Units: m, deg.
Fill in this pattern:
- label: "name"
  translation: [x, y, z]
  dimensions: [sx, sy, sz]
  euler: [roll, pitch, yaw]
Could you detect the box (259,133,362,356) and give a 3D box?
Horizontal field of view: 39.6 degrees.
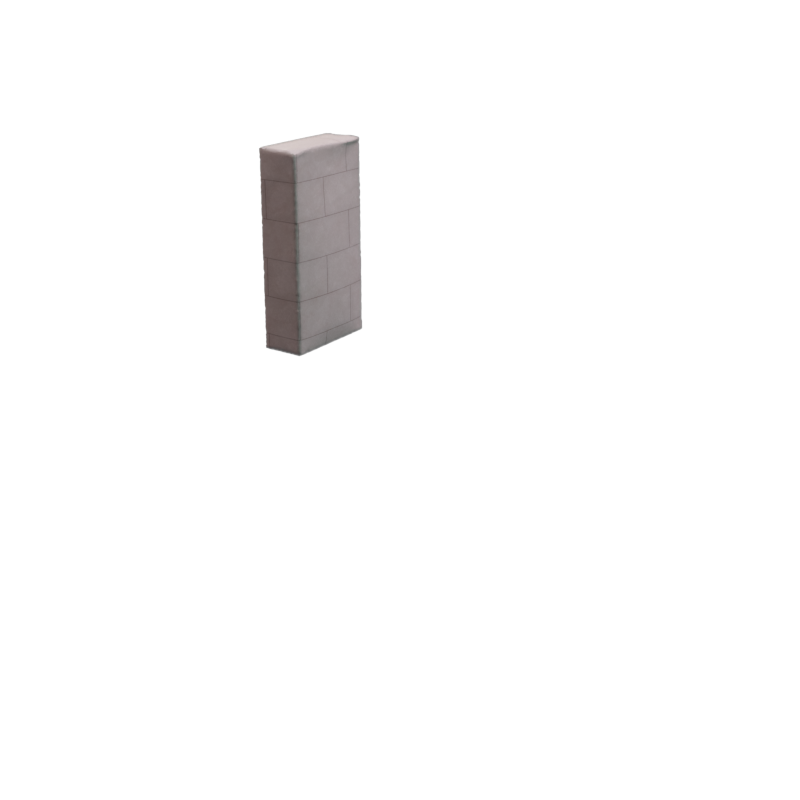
- label: "box"
  translation: [-0.075, -0.136, 0.955]
  dimensions: [0.050, 0.169, 0.092]
  euler: [13, 22, 33]
